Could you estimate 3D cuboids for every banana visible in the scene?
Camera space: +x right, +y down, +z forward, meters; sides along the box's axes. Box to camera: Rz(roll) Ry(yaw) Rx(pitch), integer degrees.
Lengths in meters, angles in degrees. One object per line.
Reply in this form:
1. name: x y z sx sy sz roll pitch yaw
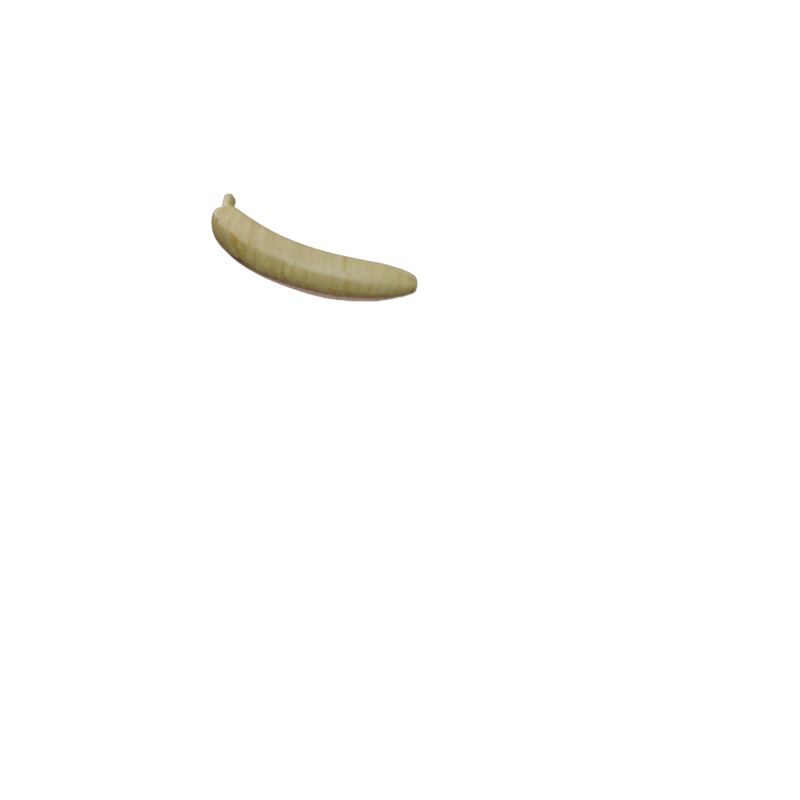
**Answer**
1. banana: -0.084 -0.120 0.900 0.208 0.034 0.071 28 53 23
